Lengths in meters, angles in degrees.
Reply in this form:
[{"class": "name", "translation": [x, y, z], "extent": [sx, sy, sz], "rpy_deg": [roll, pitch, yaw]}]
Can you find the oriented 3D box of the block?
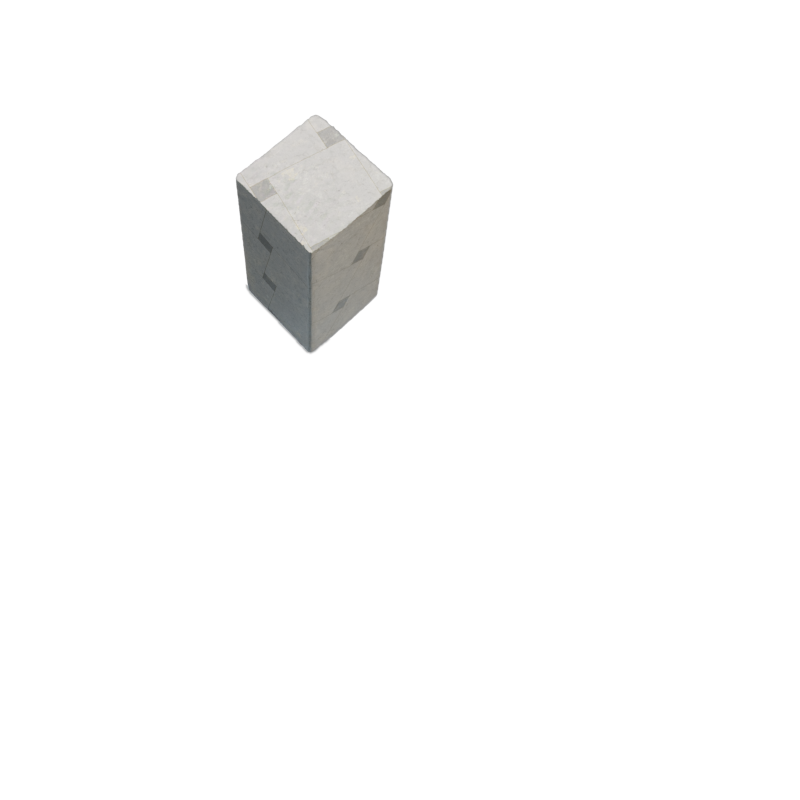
[{"class": "block", "translation": [-0.073, -0.134, 0.936], "extent": [0.091, 0.095, 0.196], "rpy_deg": [-41, -13, -17]}]
